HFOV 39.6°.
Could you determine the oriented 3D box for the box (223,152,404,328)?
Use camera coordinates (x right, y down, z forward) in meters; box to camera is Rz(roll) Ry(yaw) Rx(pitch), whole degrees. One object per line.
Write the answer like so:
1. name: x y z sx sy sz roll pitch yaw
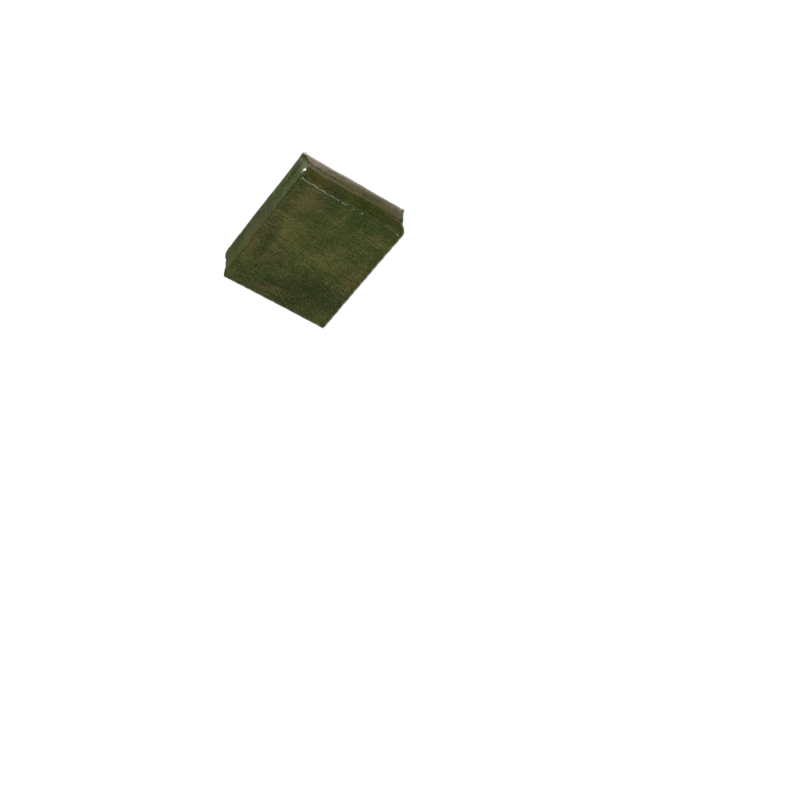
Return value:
1. box: -0.052 -0.094 0.660 0.070 0.087 0.032 29 32 -21
